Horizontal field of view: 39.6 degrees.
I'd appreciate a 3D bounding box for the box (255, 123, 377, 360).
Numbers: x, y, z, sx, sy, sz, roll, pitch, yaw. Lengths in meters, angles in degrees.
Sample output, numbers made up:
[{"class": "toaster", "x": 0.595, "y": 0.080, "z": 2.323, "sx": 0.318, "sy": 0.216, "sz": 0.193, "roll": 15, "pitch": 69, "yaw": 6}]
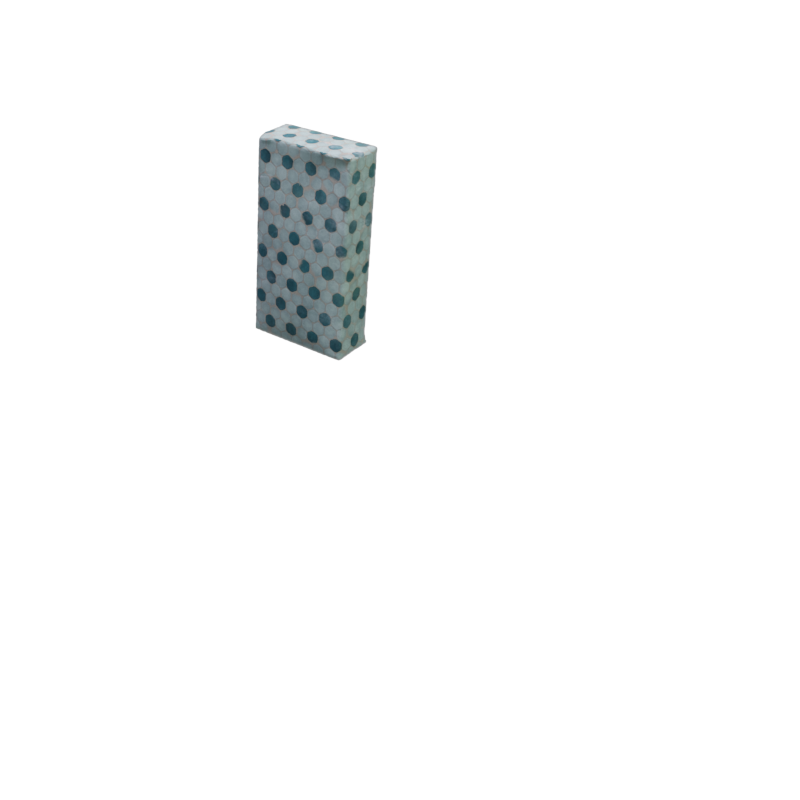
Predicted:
[{"class": "box", "x": -0.071, "y": -0.130, "z": 0.907, "sx": 0.098, "sy": 0.167, "sz": 0.048, "roll": 19, "pitch": 31, "yaw": 30}]
